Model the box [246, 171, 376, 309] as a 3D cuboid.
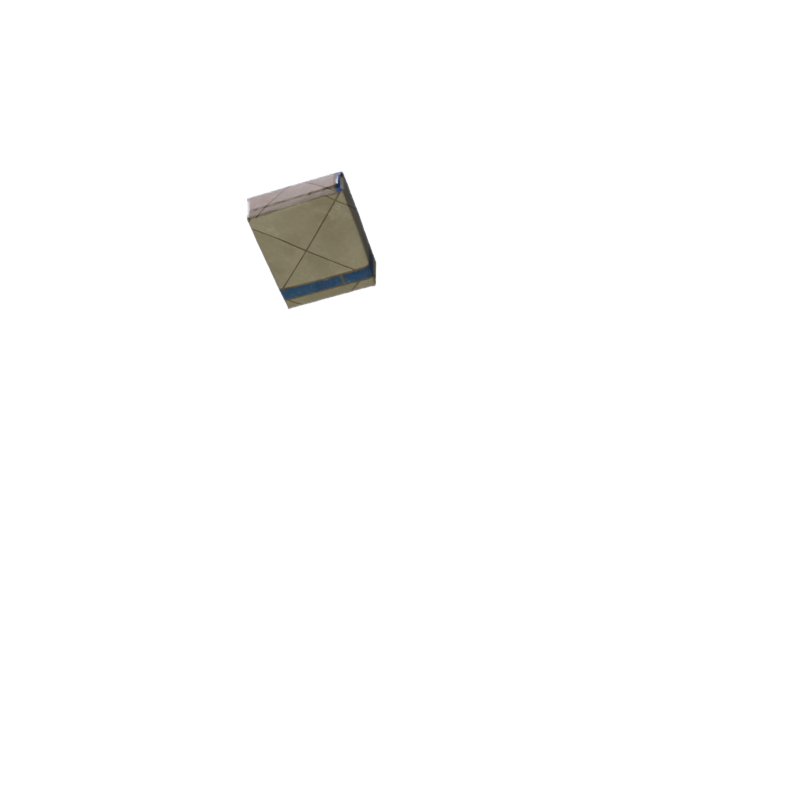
[{"bbox_3d":[-0.078,-0.142,0.996,0.090,0.105,0.042,-14,37,10],"label":"box"}]
